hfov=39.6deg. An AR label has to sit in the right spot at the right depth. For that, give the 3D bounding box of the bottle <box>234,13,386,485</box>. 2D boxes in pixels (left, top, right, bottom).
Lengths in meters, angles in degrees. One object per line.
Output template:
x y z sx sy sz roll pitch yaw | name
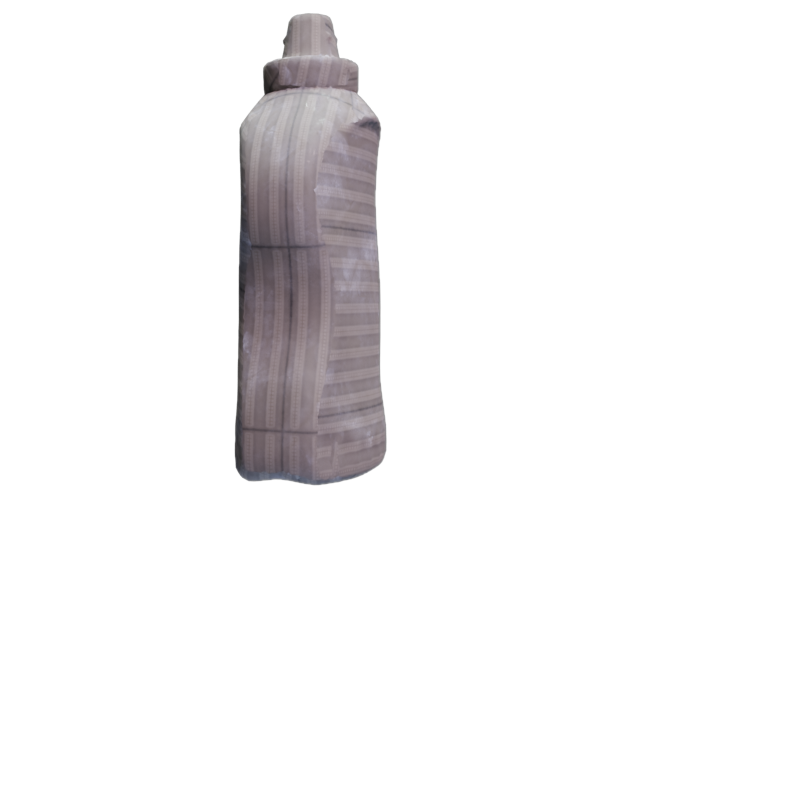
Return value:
-0.037 -0.067 0.469 0.060 0.193 0.094 -1 -1 17 | bottle
